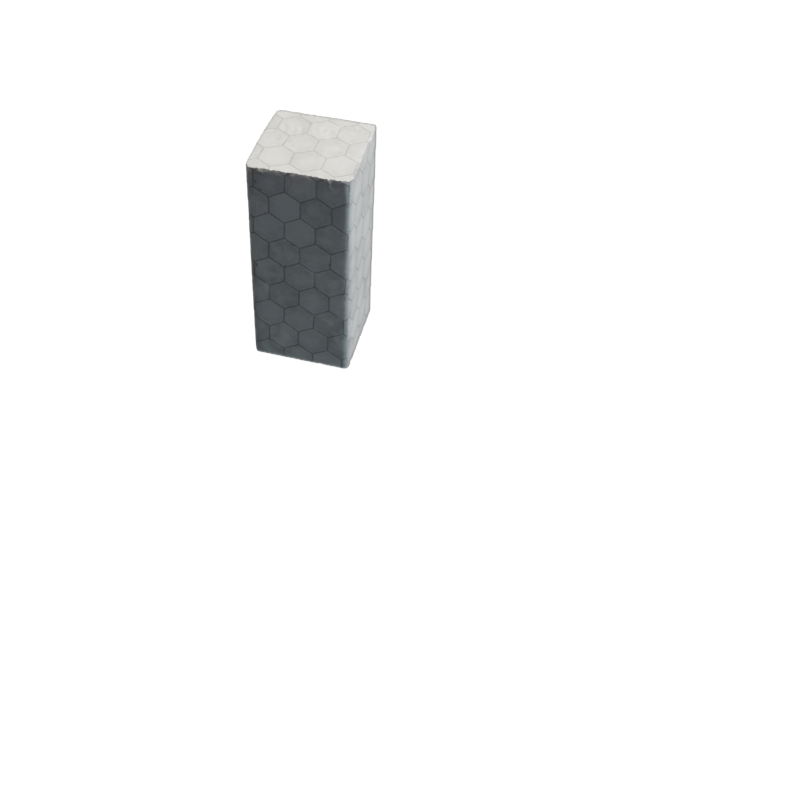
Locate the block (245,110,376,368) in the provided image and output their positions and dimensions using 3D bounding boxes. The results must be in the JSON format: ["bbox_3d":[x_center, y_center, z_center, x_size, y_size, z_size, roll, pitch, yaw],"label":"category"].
[{"bbox_3d":[-0.076,-0.138,0.969,0.092,0.192,0.095,11,43,9],"label":"block"}]
